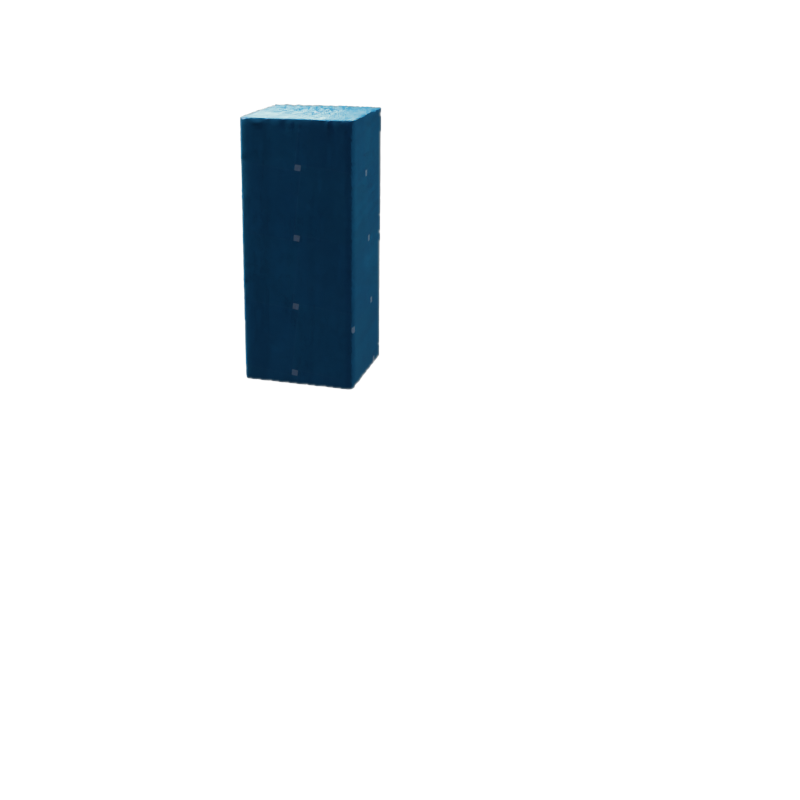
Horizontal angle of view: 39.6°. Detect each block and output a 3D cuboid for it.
[{"bbox_3d":[-0.069,-0.124,0.873,0.093,0.199,0.091,5,16,14],"label":"block"}]
